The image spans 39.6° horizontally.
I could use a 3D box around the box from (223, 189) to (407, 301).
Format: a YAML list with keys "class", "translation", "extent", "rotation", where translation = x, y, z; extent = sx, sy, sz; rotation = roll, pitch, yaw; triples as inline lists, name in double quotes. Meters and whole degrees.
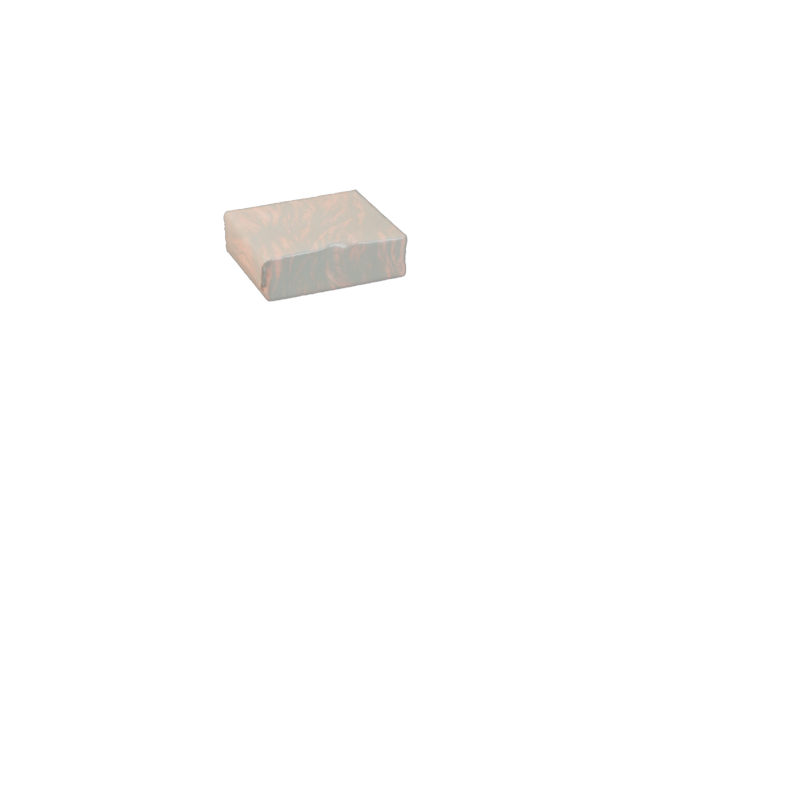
- class: "box"
  translation: [-0.051, -0.093, 0.650]
  extent: [0.088, 0.028, 0.079]
  rotation: [-12, 33, -20]
